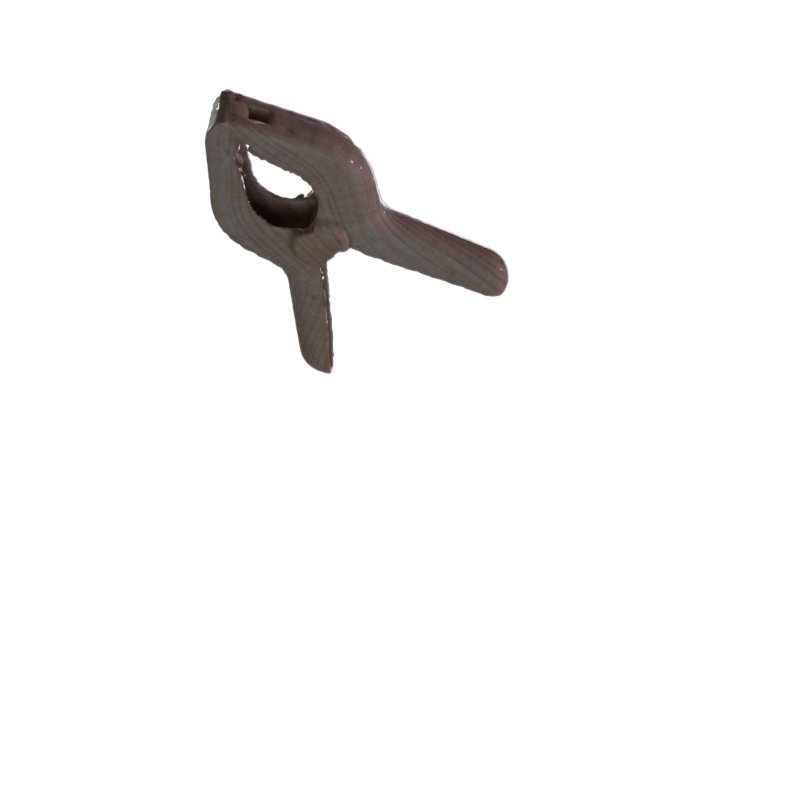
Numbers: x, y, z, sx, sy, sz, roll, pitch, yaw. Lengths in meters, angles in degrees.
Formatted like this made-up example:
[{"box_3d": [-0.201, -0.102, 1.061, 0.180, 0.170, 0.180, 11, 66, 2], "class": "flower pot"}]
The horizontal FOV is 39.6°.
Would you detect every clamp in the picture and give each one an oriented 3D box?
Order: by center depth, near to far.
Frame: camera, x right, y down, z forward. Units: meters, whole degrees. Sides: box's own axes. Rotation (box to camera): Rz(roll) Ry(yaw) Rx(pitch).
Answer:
[{"box_3d": [-0.043, -0.078, 0.545, 0.119, 0.042, 0.162, -37, -61, 25], "class": "clamp"}]
